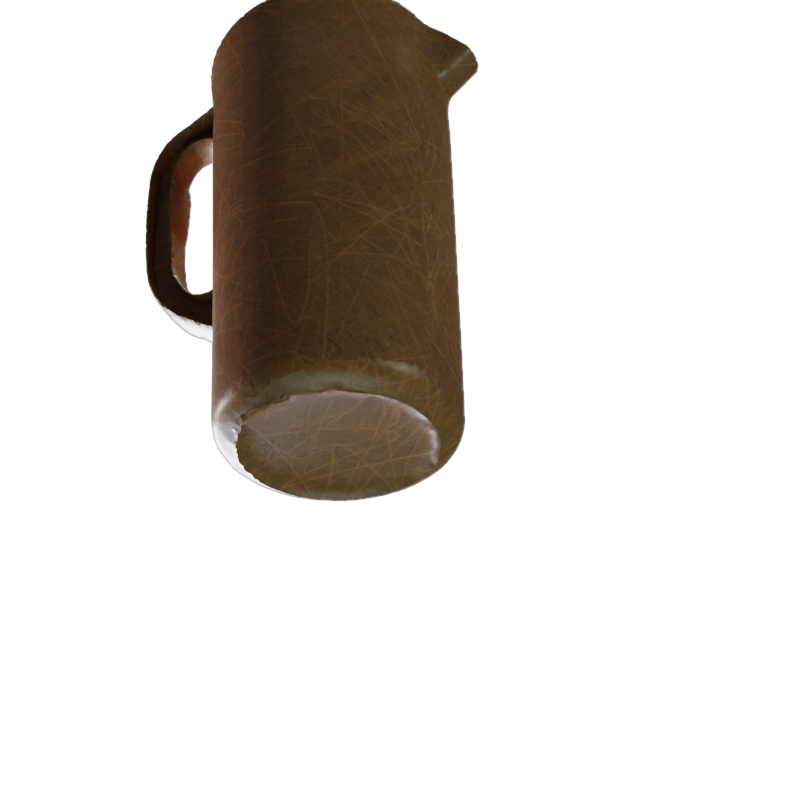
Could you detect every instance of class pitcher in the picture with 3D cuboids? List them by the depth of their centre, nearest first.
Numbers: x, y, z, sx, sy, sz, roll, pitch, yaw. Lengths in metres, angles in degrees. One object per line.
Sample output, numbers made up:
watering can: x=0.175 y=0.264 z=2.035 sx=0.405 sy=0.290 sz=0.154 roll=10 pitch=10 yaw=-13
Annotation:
pitcher: x=-0.043 y=-0.078 z=0.548 sx=0.140 sy=0.261 sz=0.144 roll=15 pitch=-42 yaw=-21
